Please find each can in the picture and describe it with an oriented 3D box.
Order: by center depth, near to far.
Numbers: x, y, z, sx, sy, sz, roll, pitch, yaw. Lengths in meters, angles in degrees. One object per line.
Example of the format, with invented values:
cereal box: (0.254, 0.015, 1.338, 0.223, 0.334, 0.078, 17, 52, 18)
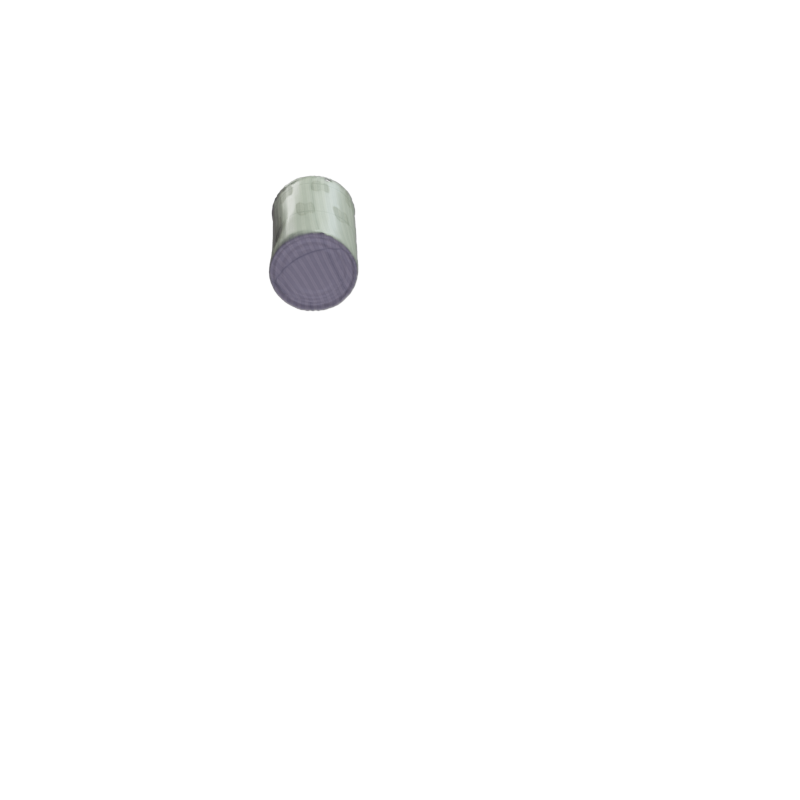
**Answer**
can: (-0.067, -0.122, 0.858, 0.068, 0.064, 0.109, -1, 32, -3)
